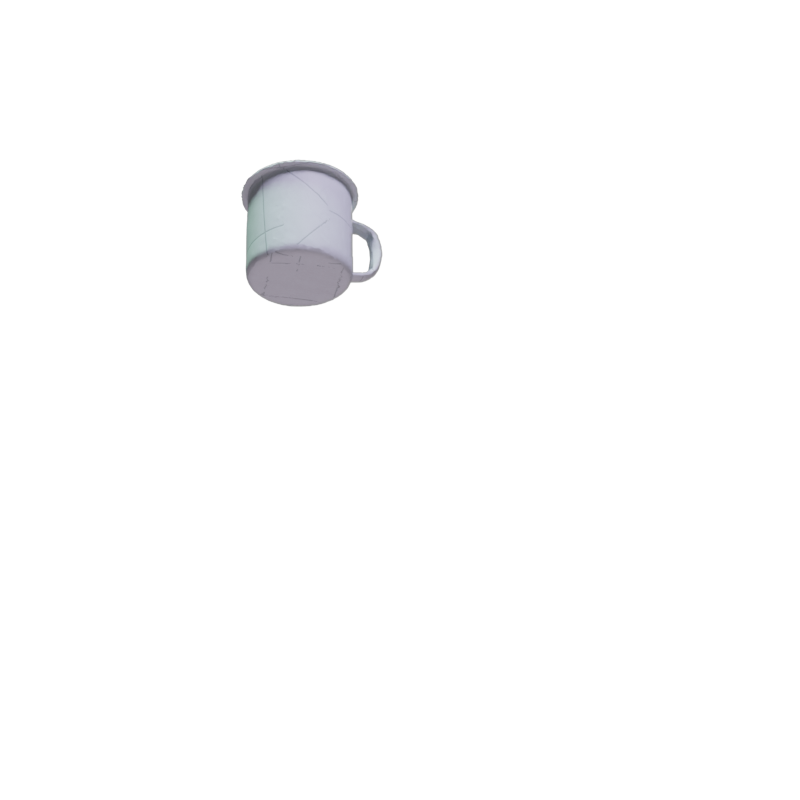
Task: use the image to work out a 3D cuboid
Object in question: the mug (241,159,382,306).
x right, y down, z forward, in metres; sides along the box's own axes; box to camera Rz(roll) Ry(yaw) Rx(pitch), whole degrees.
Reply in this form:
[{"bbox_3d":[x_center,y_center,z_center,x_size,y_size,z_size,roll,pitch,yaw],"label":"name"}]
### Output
[{"bbox_3d":[-0.068,-0.123,0.862,0.112,0.087,0.091,15,-34,-25],"label":"mug"}]
